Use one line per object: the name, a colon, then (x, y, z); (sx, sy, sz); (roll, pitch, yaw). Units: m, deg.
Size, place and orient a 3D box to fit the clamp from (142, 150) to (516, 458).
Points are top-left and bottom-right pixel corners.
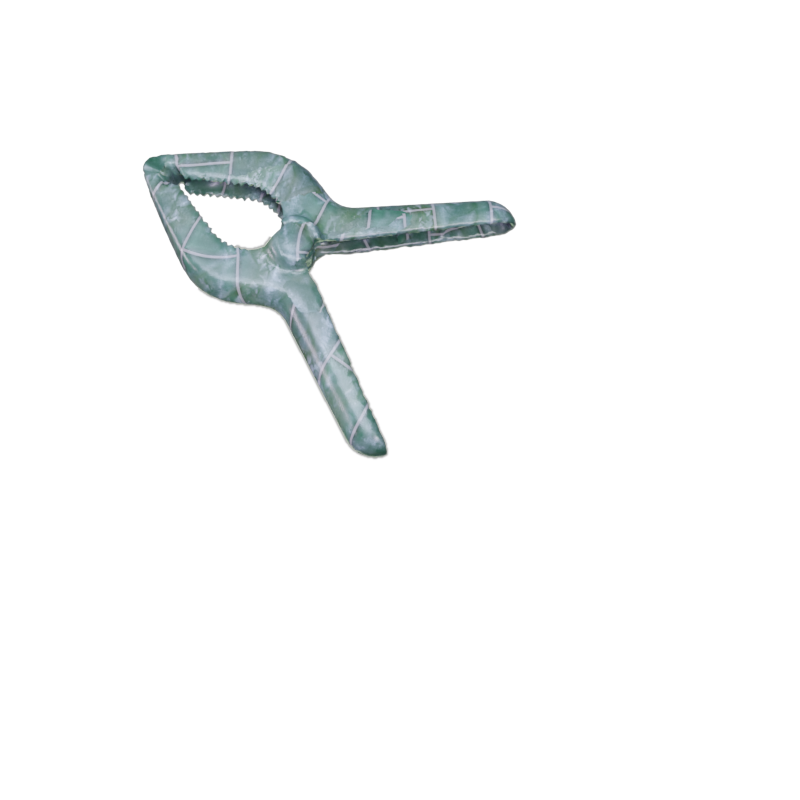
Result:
clamp: (-0.050, -0.090, 0.634); (0.217, 0.167, 0.035); (35, -19, 13)
